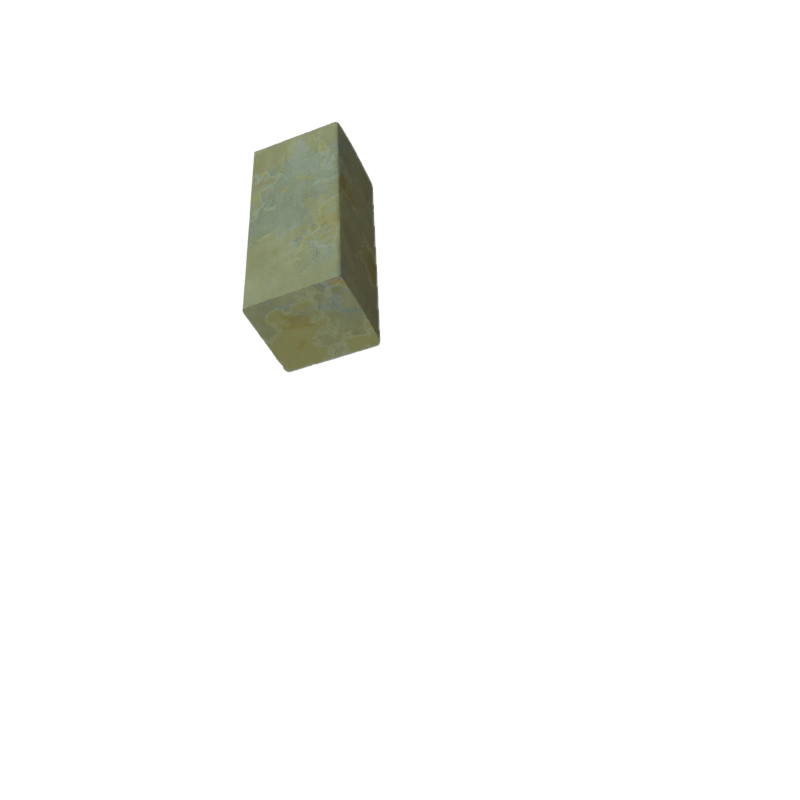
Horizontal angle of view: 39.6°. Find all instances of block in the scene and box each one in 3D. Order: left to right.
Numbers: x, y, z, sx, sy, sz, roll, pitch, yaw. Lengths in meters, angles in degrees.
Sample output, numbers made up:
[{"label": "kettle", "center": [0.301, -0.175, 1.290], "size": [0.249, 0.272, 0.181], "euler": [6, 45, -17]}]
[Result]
[{"label": "block", "center": [-0.076, -0.140, 0.983], "size": [0.091, 0.221, 0.083], "euler": [-18, -45, 15]}]
